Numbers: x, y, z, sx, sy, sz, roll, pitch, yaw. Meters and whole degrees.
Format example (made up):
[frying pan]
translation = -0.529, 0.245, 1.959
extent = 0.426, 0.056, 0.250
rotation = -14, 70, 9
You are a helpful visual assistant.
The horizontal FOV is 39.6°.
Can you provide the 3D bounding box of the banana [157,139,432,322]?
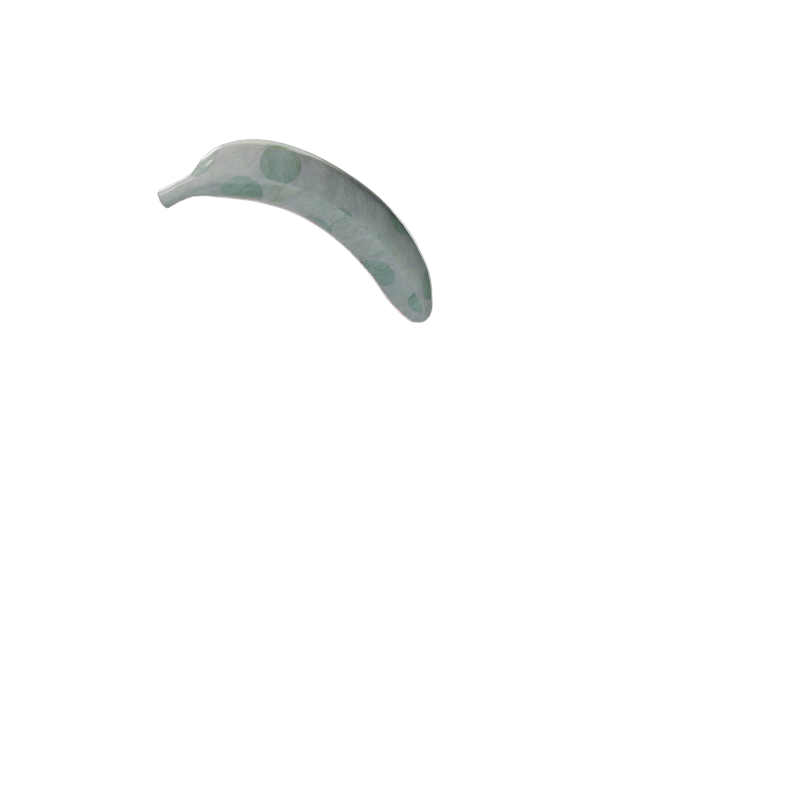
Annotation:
[banana]
translation = -0.047, -0.111, 0.682
extent = 0.189, 0.039, 0.068
rotation = 25, -52, -22
